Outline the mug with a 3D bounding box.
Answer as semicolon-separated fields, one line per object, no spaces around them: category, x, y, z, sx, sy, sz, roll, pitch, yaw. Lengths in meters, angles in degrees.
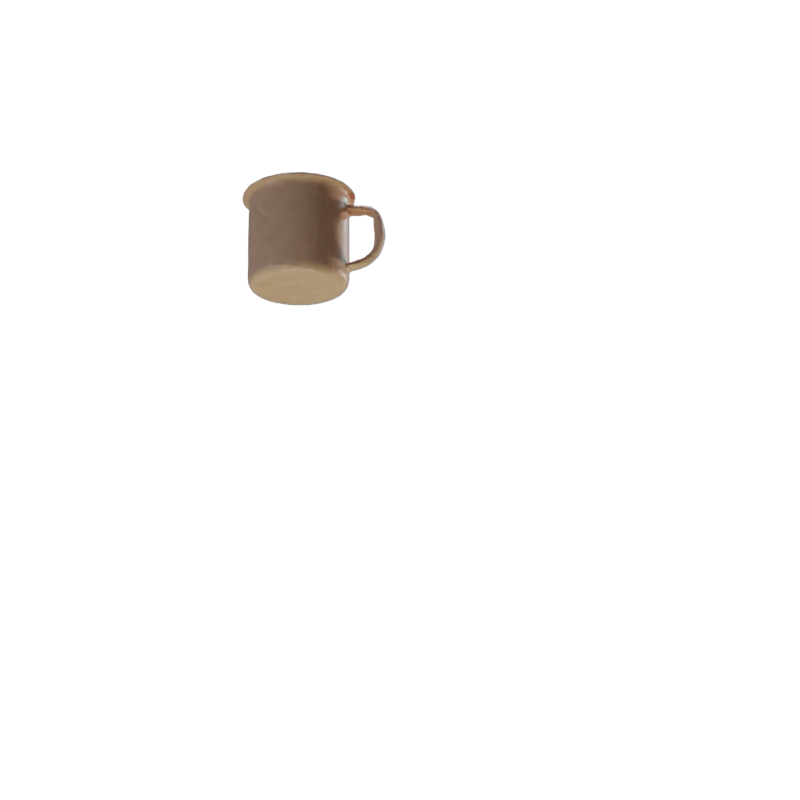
mug;-0.070;-0.128;0.896;0.118;0.086;0.088;-3;-21;6
